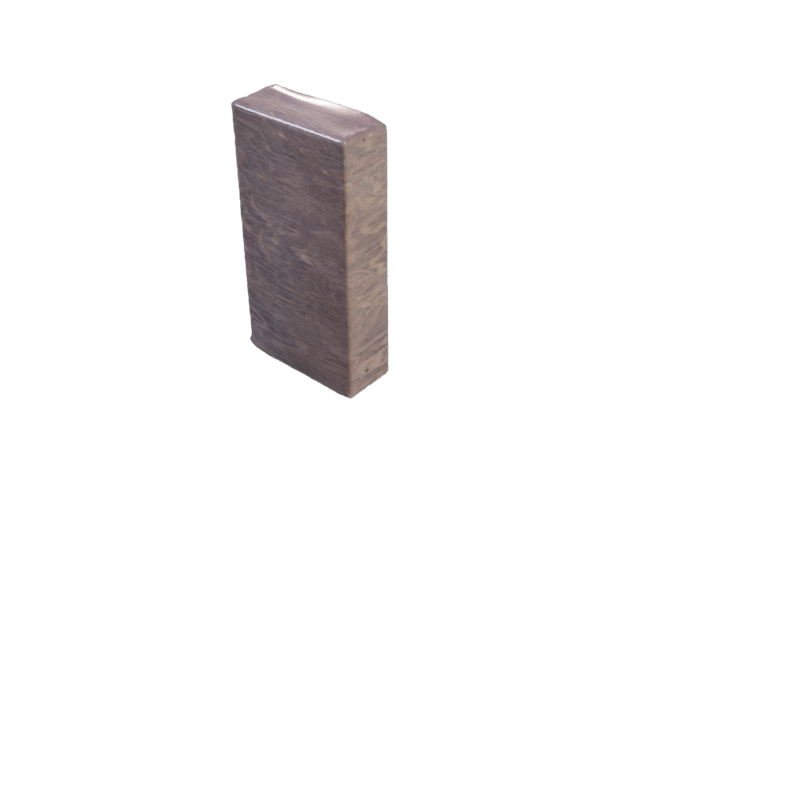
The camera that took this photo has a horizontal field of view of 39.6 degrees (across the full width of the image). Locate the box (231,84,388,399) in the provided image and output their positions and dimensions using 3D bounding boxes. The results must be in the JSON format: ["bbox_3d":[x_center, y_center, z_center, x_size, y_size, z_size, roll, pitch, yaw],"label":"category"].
[{"bbox_3d":[-0.053,-0.097,0.680,0.099,0.166,0.048,27,39,34],"label":"box"}]
